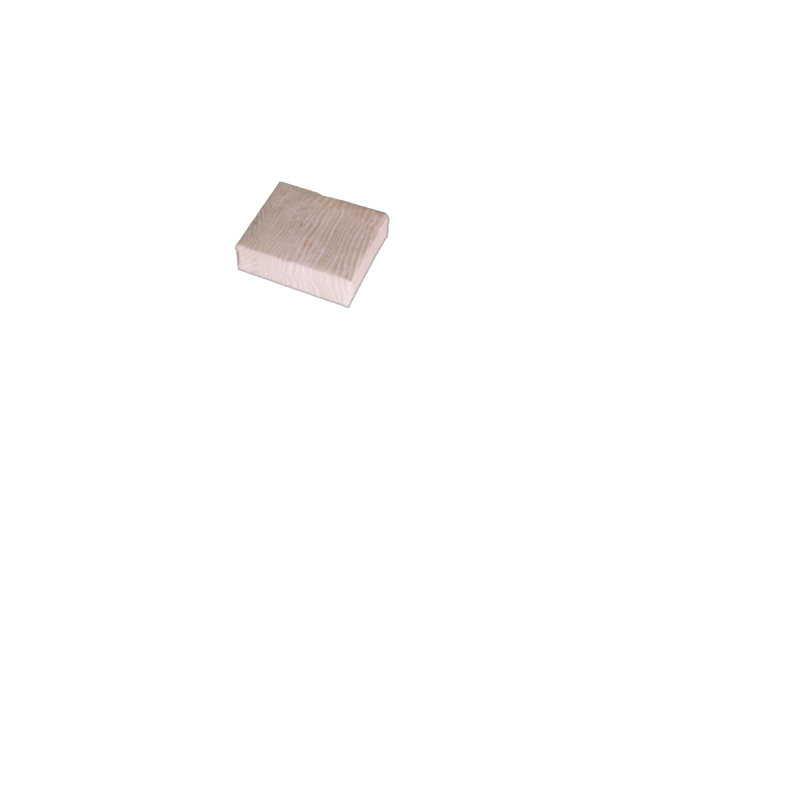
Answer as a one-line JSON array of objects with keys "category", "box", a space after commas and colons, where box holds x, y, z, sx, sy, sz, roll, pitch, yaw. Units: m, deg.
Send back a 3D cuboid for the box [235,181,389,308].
[{"category": "box", "box": [-0.062, -0.113, 0.789, 0.092, 0.076, 0.028, 18, -38, 14]}]
